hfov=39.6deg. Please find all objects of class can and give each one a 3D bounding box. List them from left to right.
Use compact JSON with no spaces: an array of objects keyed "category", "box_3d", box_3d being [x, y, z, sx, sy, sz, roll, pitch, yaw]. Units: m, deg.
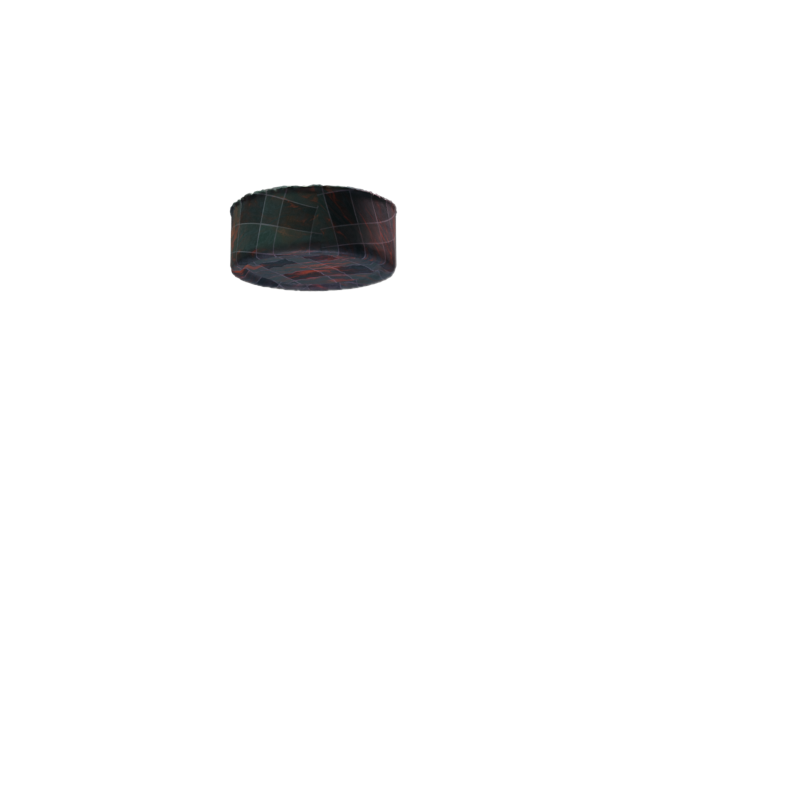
[{"category":"can","box_3d":[-0.044,-0.081,0.565,0.086,0.035,0.084,0,-9,-2]}]
